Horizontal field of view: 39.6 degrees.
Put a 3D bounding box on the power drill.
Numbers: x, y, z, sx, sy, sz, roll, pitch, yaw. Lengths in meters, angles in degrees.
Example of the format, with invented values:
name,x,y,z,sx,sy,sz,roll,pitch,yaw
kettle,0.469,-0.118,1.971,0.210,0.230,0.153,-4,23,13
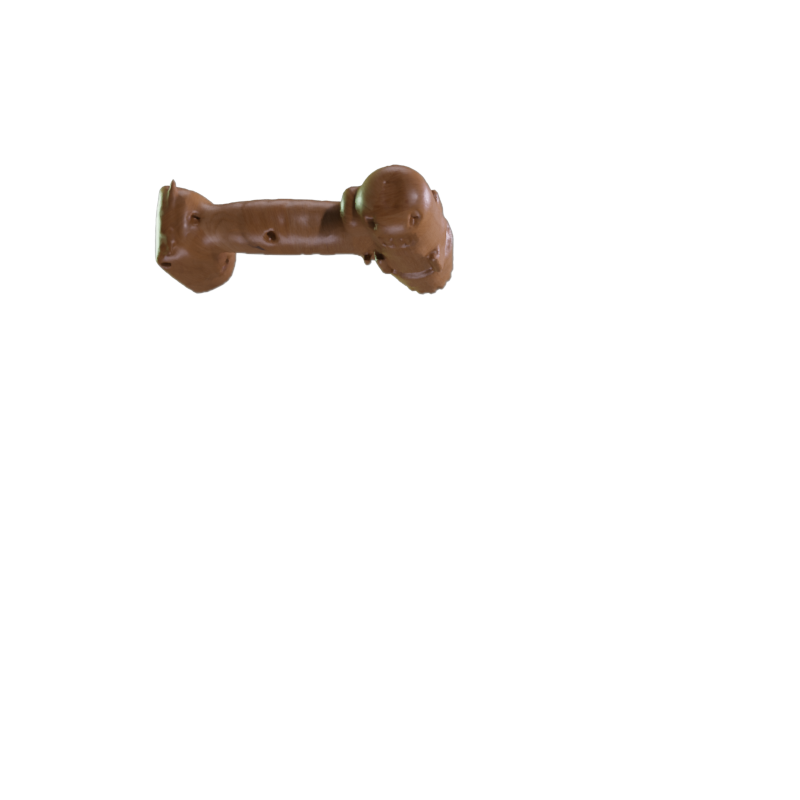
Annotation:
name,x,y,z,sx,sy,sz,roll,pitch,yaw
power drill,-0.059,-0.107,0.750,0.190,0.059,0.176,-2,-12,10
